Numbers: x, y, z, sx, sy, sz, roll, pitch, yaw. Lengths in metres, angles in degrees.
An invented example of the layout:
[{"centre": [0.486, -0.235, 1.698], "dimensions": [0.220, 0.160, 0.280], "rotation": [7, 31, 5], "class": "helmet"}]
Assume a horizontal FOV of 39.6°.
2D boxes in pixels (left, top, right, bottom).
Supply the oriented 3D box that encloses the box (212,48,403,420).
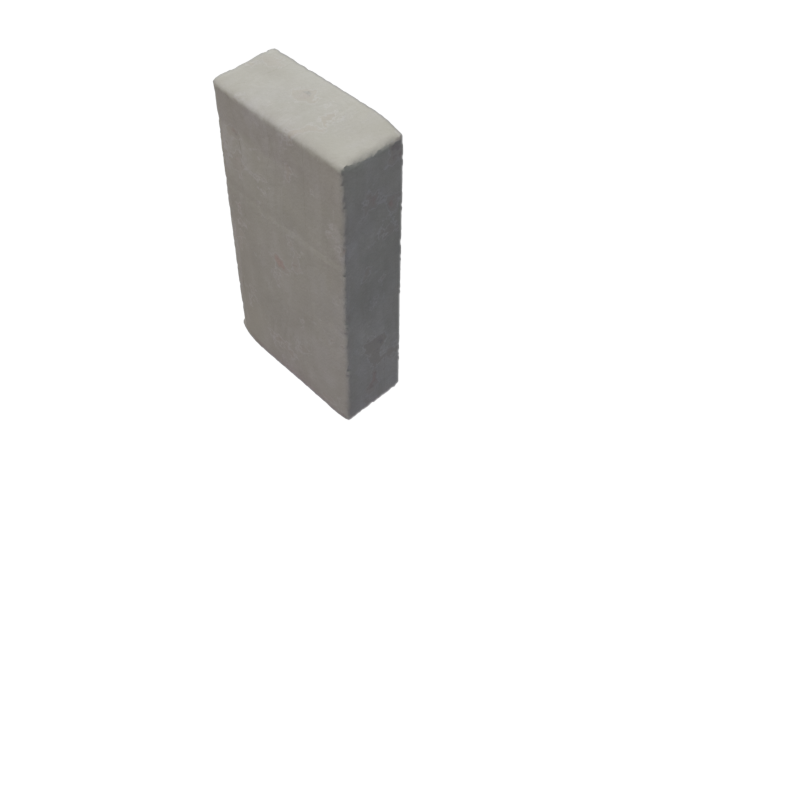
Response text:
[{"centre": [-0.043, -0.080, 0.560], "dimensions": [0.048, 0.164, 0.100], "rotation": [-32, 56, -29], "class": "box"}]
